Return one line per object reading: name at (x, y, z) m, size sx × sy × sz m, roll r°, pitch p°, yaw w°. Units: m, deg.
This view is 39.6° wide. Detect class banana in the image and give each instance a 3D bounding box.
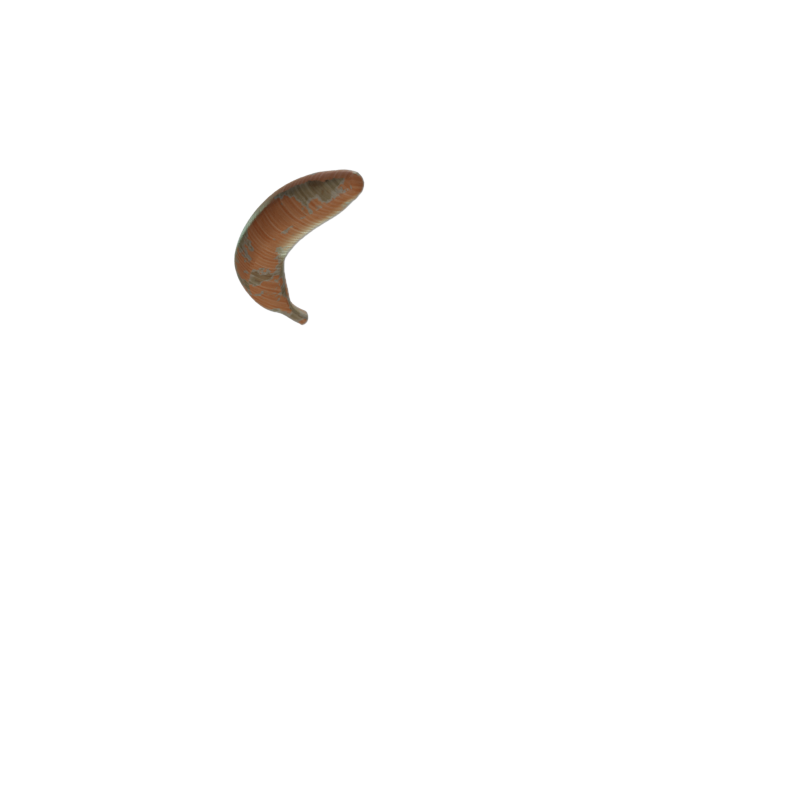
banana at (-0.081, -0.114, 0.800) m, size 0.068 × 0.039 × 0.190 m, roll 6°, pitch -25°, yaw -14°
